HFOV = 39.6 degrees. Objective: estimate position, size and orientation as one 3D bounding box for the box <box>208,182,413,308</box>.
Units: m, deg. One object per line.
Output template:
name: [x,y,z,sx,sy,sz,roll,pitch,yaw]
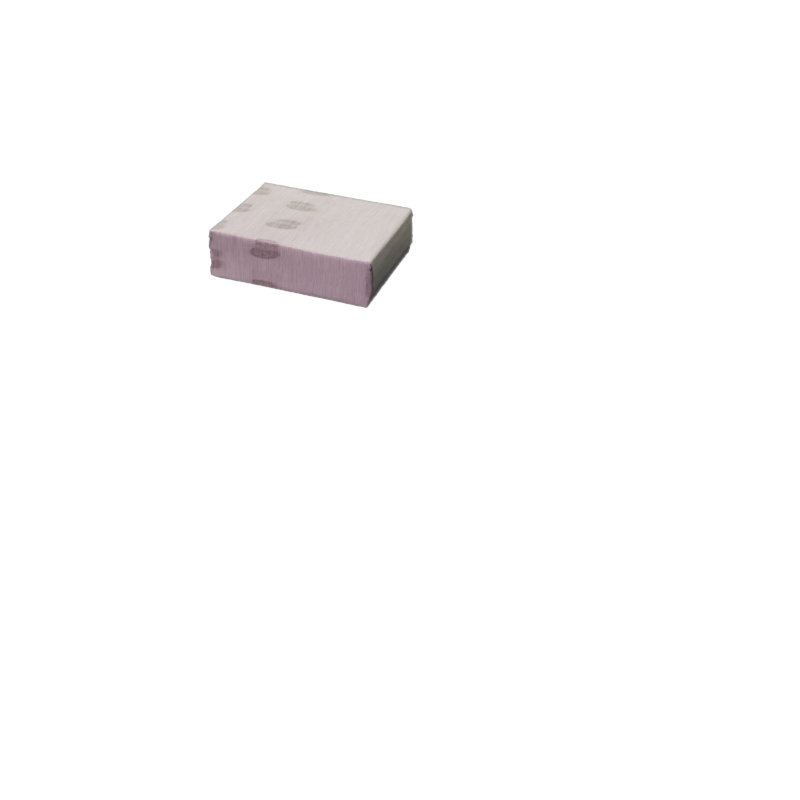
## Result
box: [-0.057,-0.105,0.735,0.117,0.037,0.092,10,31,17]
